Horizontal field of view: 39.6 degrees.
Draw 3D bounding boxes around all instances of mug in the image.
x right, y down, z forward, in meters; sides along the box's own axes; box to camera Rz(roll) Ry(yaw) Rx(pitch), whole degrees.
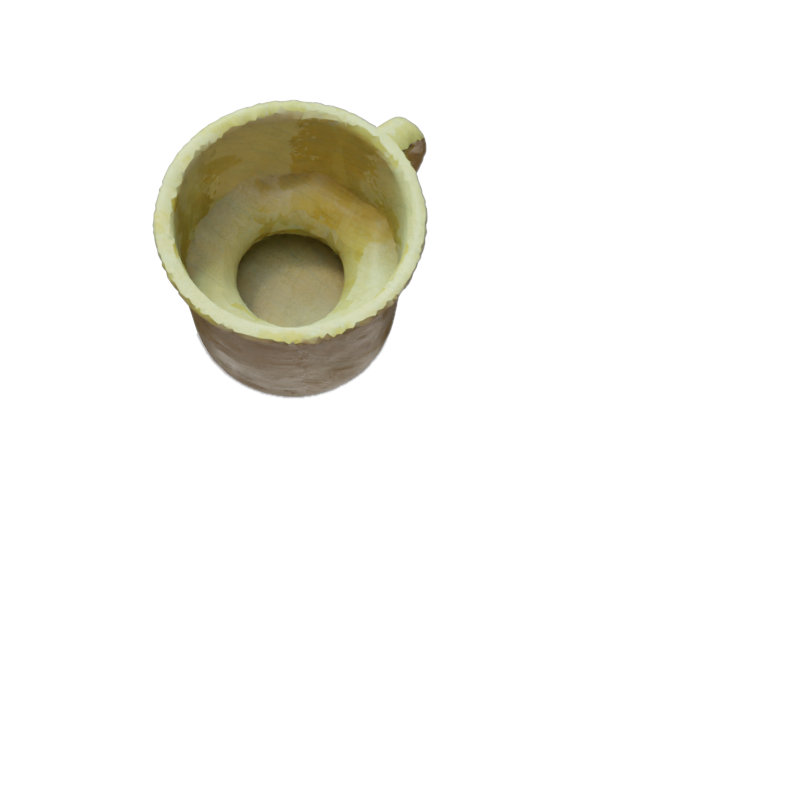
[{"bbox_3d":[-0.033,-0.059,0.415,0.097,0.119,0.077,37,-19,12],"label":"mug"}]
